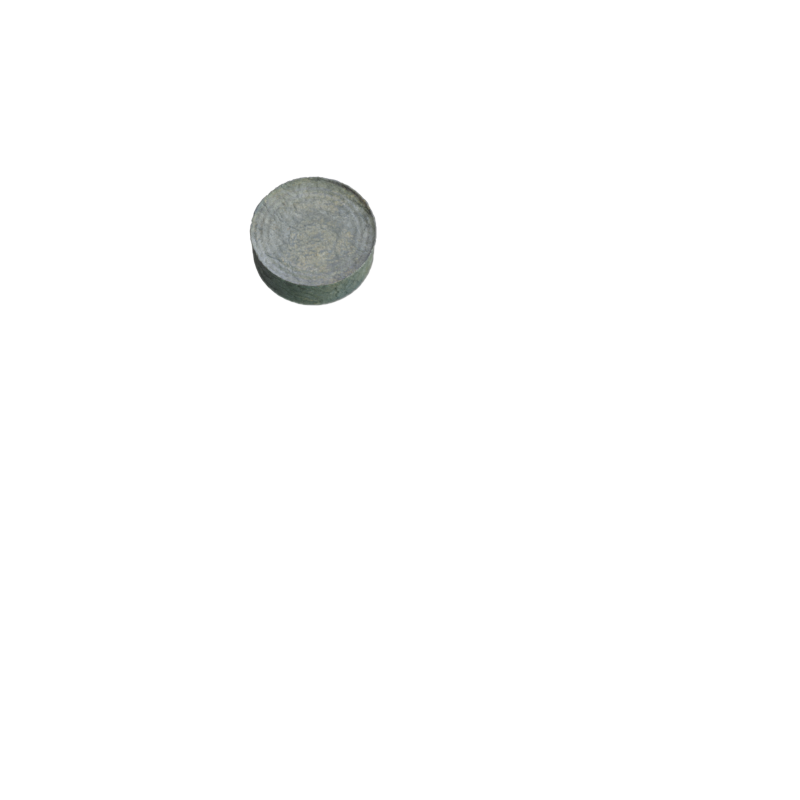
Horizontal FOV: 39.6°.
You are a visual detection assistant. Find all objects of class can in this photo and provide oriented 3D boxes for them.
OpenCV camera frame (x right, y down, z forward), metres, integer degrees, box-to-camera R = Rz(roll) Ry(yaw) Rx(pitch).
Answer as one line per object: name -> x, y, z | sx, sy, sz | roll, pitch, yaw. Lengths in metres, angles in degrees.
can -> -0.060, -0.109, 0.761 | 0.086, 0.091, 0.032 | -1, -27, -1
